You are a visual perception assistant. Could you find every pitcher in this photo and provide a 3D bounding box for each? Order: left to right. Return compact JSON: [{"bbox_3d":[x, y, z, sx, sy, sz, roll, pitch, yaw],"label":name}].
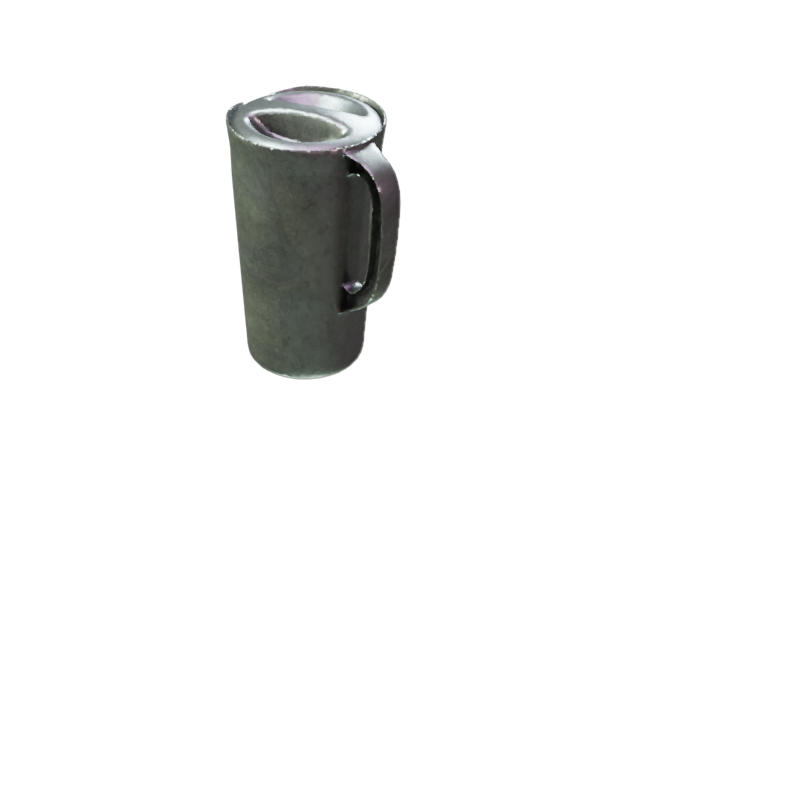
[{"bbox_3d":[-0.075,-0.137,0.961,0.145,0.228,0.158,2,33,0],"label":"pitcher"}]
